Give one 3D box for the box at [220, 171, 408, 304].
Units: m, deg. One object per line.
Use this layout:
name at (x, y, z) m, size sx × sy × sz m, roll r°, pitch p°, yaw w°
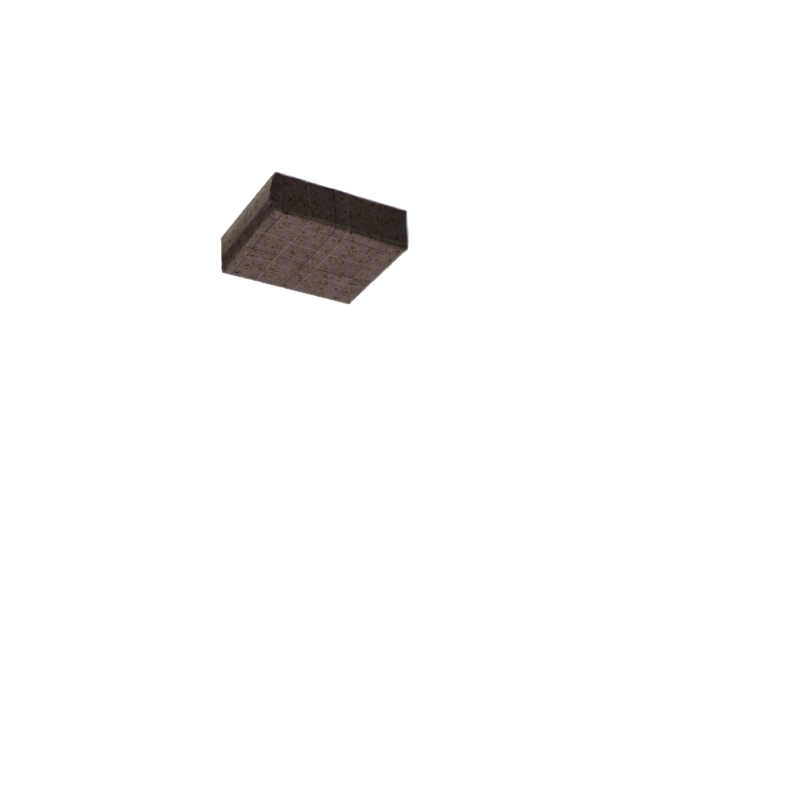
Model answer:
box at (-0.063, -0.116, 0.812) m, size 0.109 × 0.041 × 0.088 m, roll 15°, pitch -33°, yaw -26°
